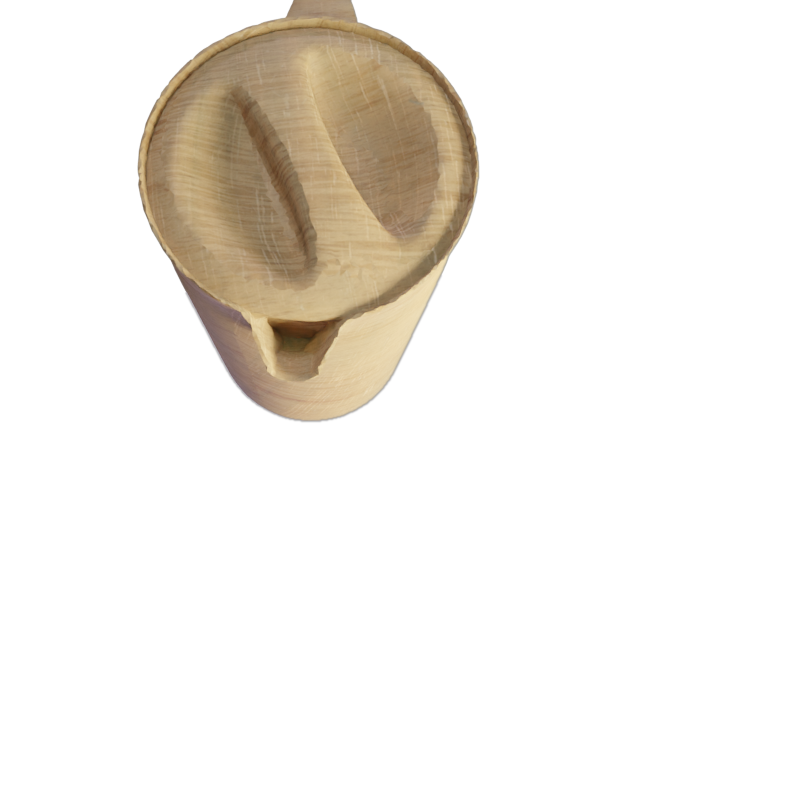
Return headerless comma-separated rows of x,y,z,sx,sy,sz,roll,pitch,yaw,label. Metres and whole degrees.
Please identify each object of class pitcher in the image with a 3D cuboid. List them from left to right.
-0.042,-0.077,0.542,0.150,0.150,0.233,-42,-10,-13,pitcher
